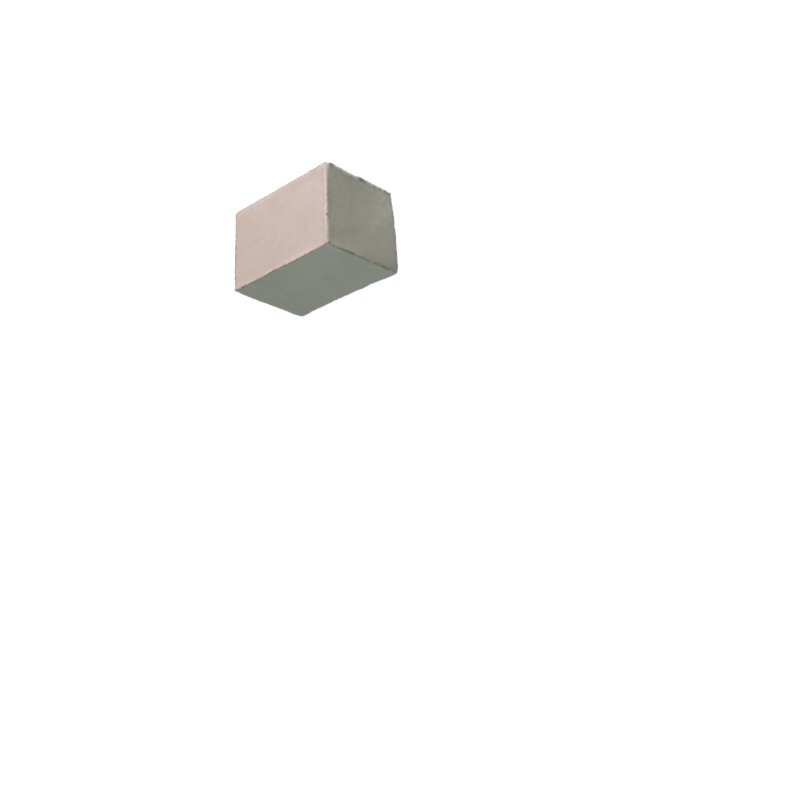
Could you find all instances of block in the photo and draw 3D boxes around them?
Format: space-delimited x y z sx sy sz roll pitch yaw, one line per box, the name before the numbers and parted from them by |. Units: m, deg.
block | -0.048 -0.087 0.608 0.078 0.054 0.049 -21 -31 39
